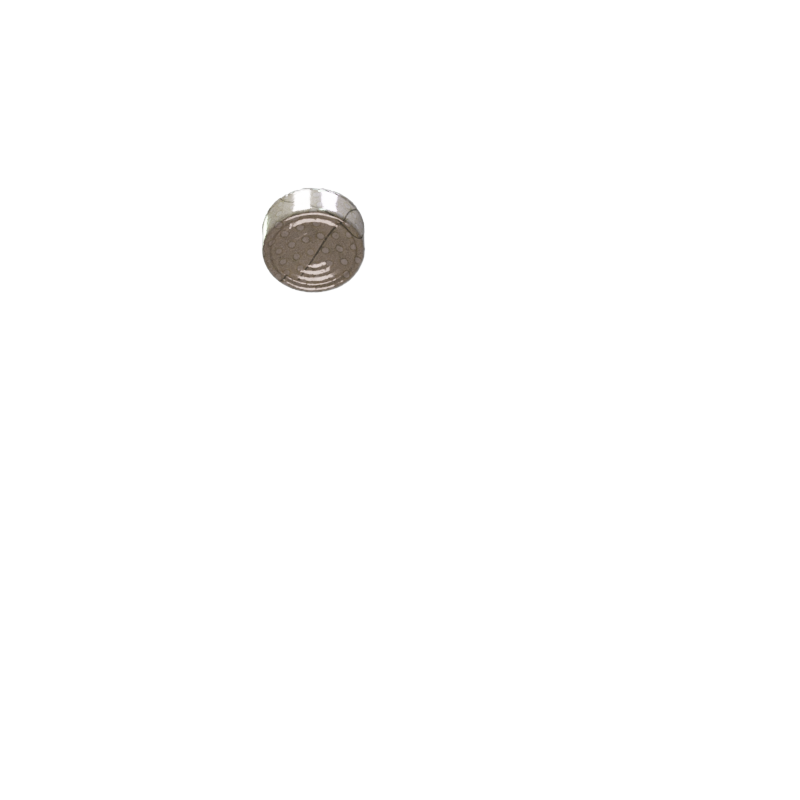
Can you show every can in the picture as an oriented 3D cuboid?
[{"bbox_3d":[-0.072,-0.131,0.917,0.086,0.080,0.036,1,39,-1],"label":"can"}]
